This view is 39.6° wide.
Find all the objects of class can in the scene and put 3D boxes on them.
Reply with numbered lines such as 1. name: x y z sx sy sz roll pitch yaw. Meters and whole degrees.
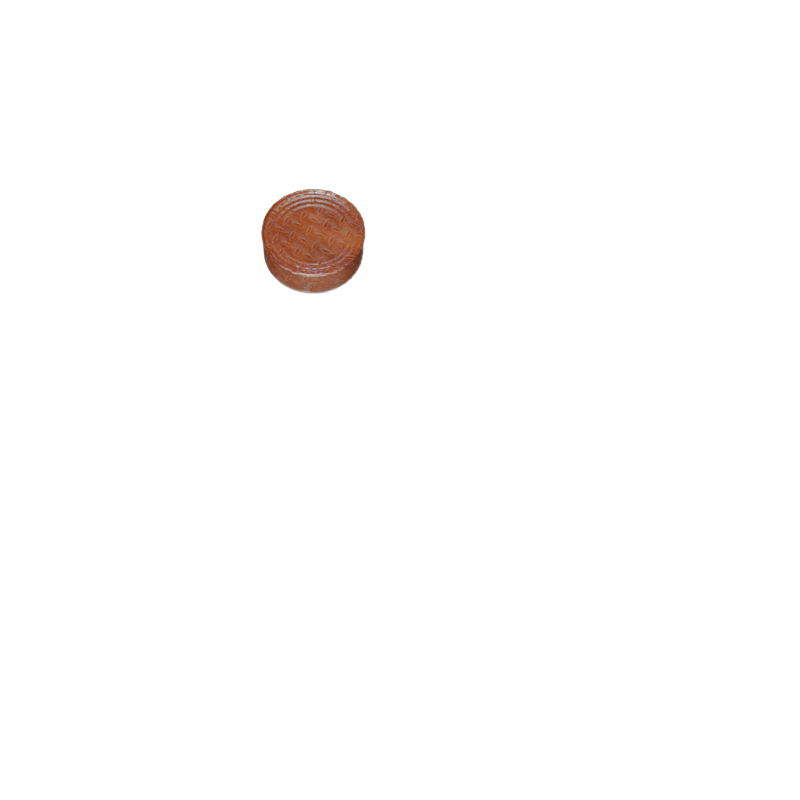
1. can: -0.072 -0.132 0.924 0.086 0.092 0.031 -1 -31 -1
